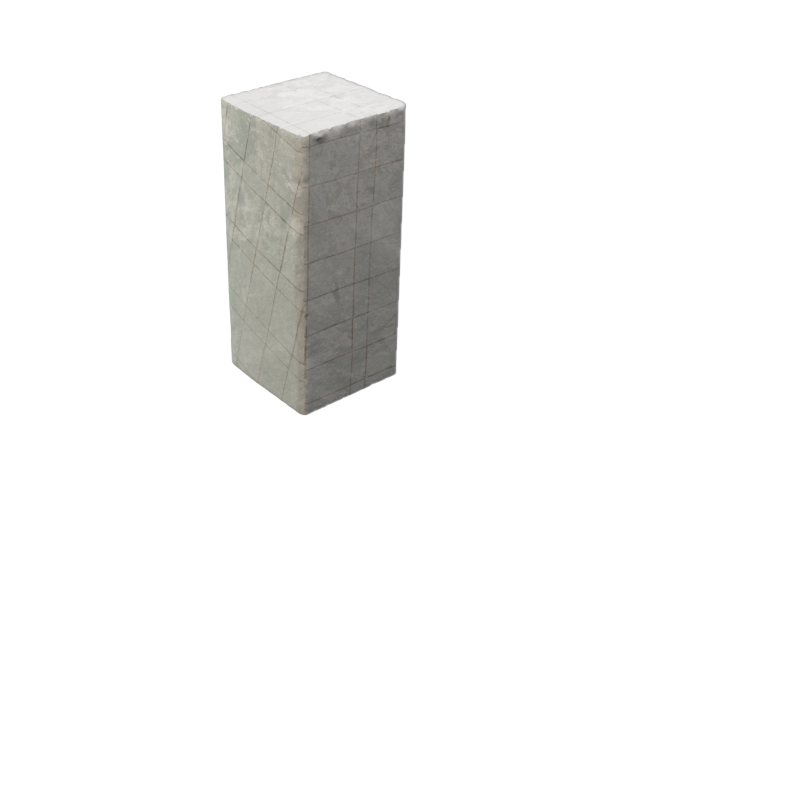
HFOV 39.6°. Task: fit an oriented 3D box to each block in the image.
[{"bbox_3d":[-0.059,-0.109,0.762,0.090,0.194,0.097,-21,37,-35],"label":"block"}]
